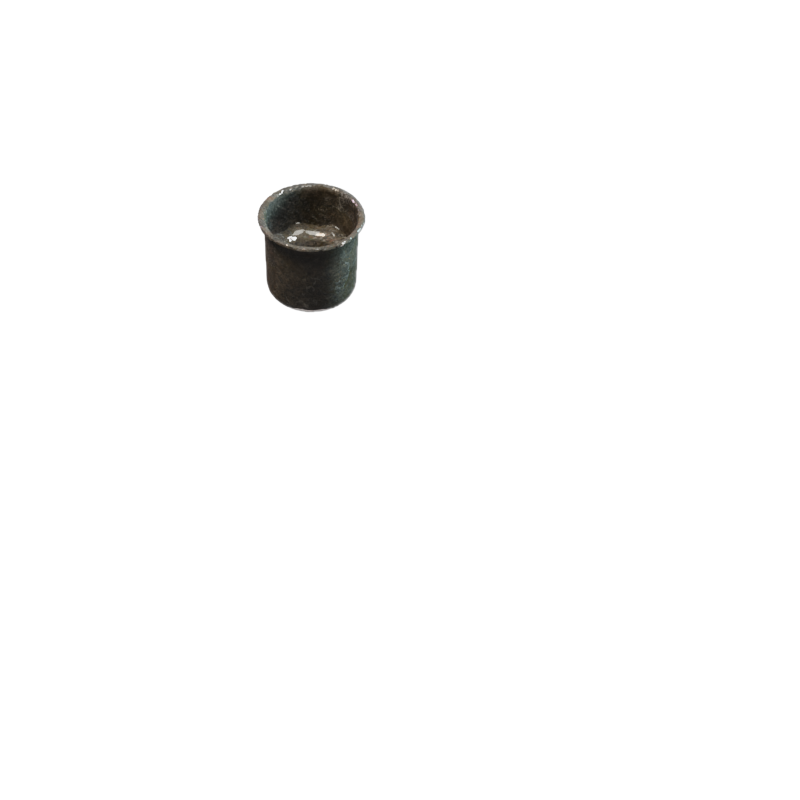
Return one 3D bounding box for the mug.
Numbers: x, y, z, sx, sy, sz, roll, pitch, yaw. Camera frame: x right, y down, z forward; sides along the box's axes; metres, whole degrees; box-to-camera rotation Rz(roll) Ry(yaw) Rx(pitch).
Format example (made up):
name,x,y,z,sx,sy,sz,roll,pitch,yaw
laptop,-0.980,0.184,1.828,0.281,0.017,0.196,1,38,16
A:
name,x,y,z,sx,sy,sz,roll,pitch,yaw
mug,-0.078,-0.142,0.992,0.094,0.076,0.125,5,45,3
